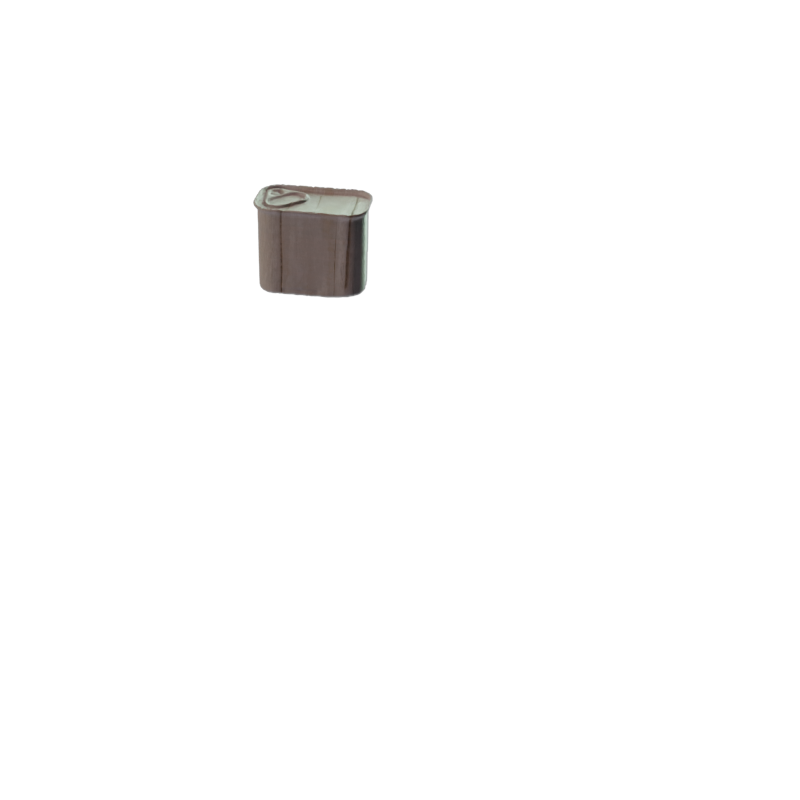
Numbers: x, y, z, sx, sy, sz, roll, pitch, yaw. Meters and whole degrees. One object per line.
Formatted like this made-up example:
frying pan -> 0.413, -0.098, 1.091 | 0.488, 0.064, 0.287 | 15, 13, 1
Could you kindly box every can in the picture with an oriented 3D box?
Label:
can -> -0.077, -0.141, 0.985 | 0.103, 0.079, 0.060 | 6, 29, 8
